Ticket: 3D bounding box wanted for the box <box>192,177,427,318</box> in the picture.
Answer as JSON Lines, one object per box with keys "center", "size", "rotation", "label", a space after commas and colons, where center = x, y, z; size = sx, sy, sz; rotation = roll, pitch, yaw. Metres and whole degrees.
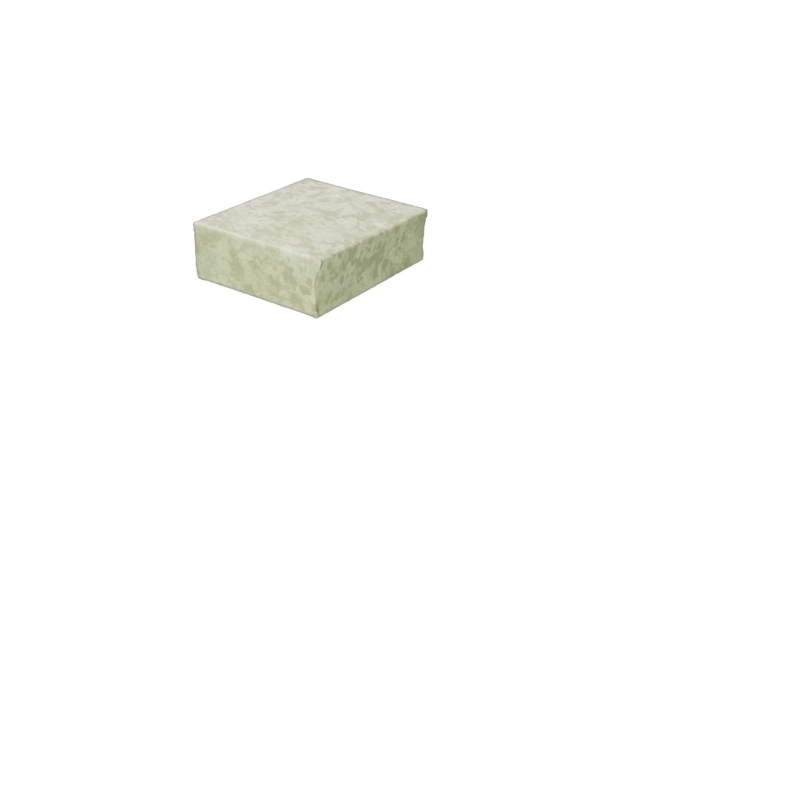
{"center": [-0.051, -0.092, 0.644], "size": [0.094, 0.037, 0.114], "rotation": [18, 33, 29], "label": "box"}
